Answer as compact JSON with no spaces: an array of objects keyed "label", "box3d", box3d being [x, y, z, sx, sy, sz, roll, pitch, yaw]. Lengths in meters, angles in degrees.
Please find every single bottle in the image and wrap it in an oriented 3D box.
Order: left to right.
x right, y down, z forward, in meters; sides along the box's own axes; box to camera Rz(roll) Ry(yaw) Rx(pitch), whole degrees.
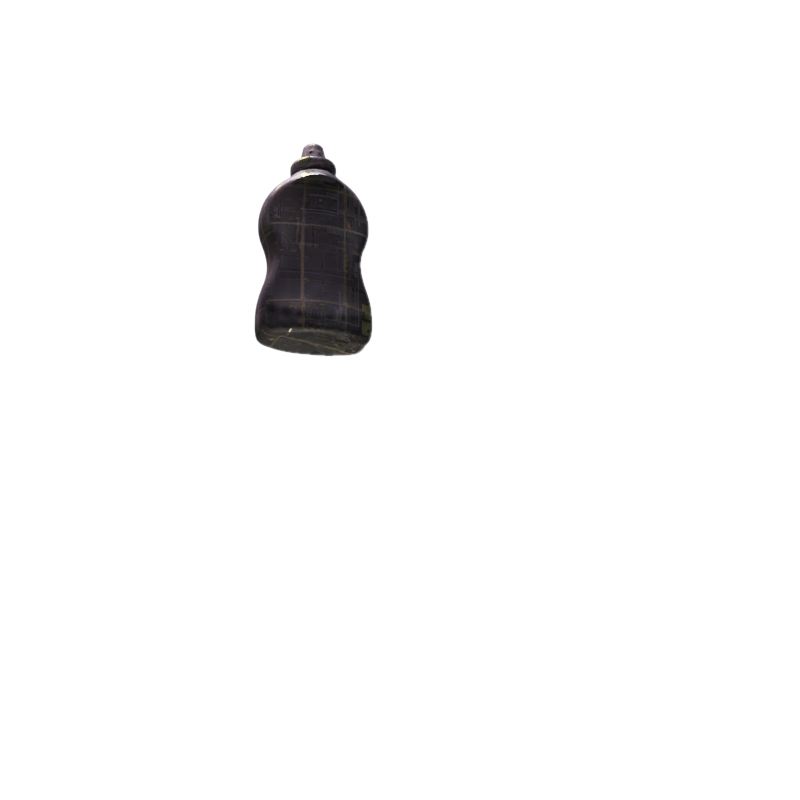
[{"label":"bottle","box3d":[-0.075,-0.137,0.958,0.094,0.203,0.056,5,-26,-13]}]
